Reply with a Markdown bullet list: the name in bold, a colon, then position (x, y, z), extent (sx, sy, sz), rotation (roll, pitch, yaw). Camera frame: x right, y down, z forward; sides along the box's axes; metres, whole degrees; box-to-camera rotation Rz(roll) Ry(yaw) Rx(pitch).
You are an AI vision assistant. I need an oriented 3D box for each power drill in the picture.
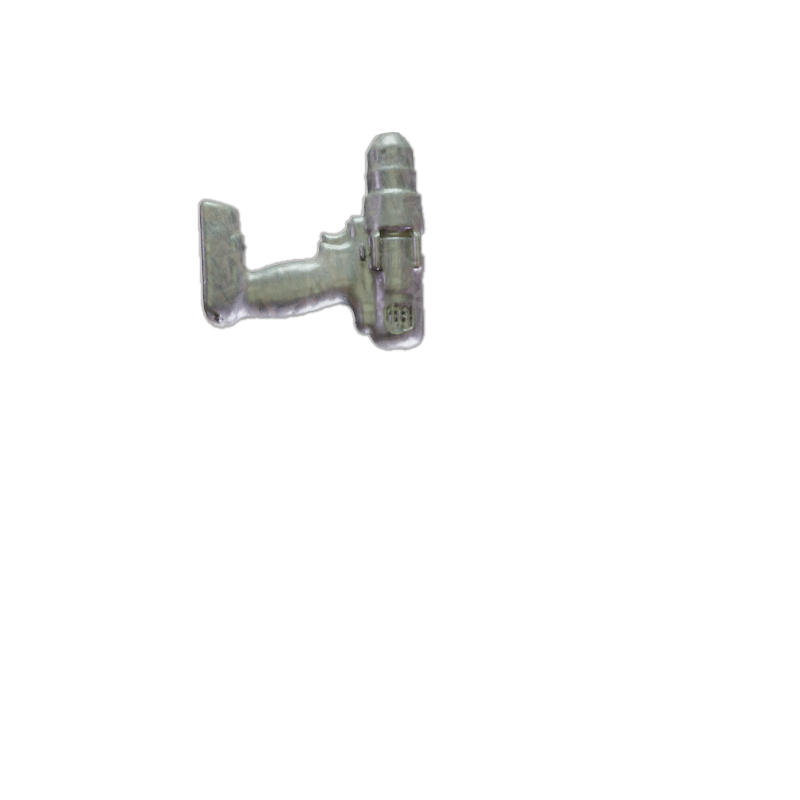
- **power drill**: position (-0.072, -0.132, 0.925), extent (0.187, 0.190, 0.056), rotation (-2, -12, -1)
